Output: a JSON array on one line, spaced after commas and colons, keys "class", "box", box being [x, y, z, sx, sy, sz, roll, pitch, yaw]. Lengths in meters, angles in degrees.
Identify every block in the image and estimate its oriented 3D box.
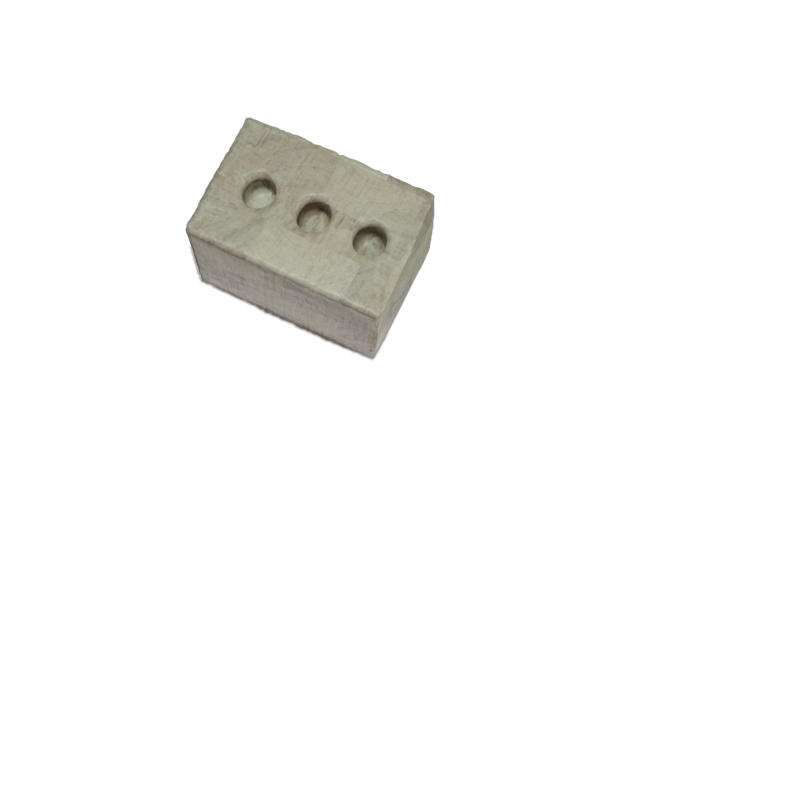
[{"class": "block", "box": [-0.032, -0.059, 0.414, 0.079, 0.054, 0.049, 24, -19, 7]}]
